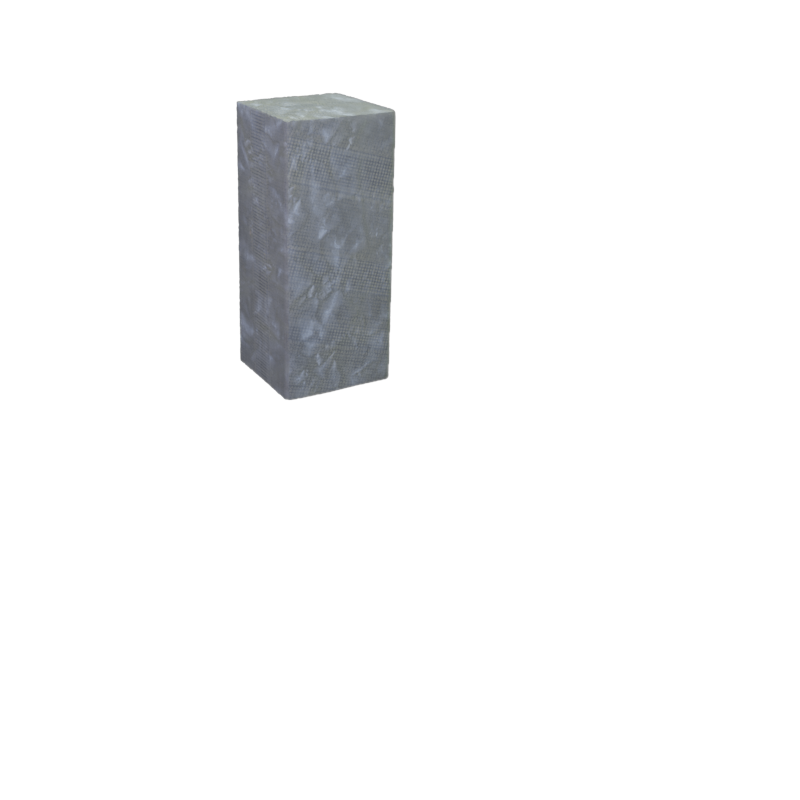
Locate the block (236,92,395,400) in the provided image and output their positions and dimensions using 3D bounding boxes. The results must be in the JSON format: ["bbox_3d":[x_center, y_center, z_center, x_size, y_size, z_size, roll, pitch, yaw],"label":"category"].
[{"bbox_3d":[-0.064,-0.118,0.830,0.088,0.198,0.097,-9,21,-29],"label":"block"}]
